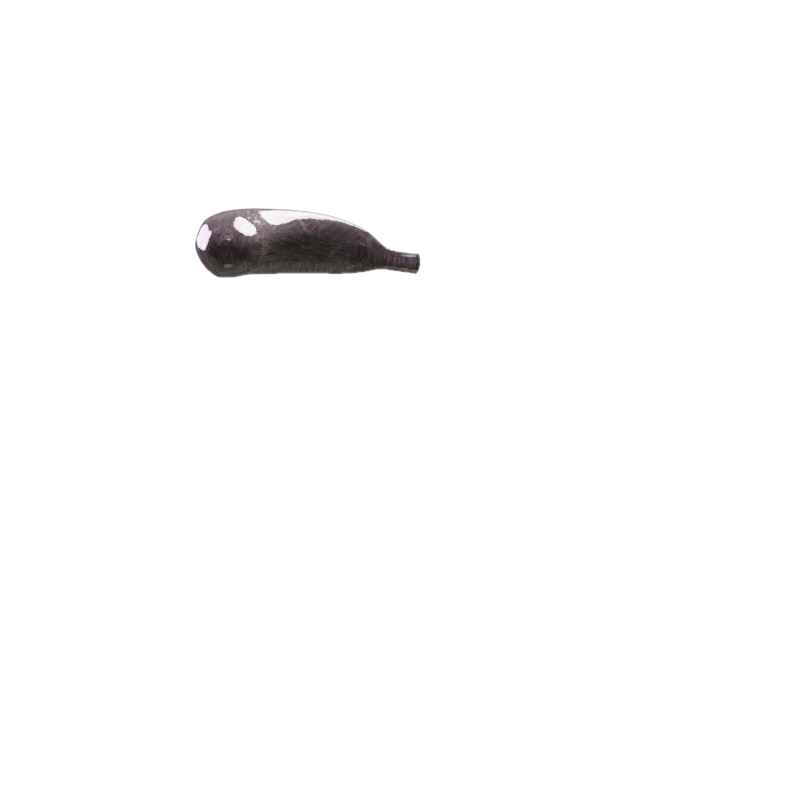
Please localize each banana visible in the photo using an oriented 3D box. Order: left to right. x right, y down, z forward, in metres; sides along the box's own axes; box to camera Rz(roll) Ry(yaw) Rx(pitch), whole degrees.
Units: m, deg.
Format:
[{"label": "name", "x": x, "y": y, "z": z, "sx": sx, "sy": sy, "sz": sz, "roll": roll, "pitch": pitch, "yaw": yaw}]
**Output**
[{"label": "banana", "x": -0.061, "y": -0.085, "z": 0.598, "sx": 0.072, "sy": 0.036, "sz": 0.192, "roll": 3, "pitch": 8, "yaw": 28}]
